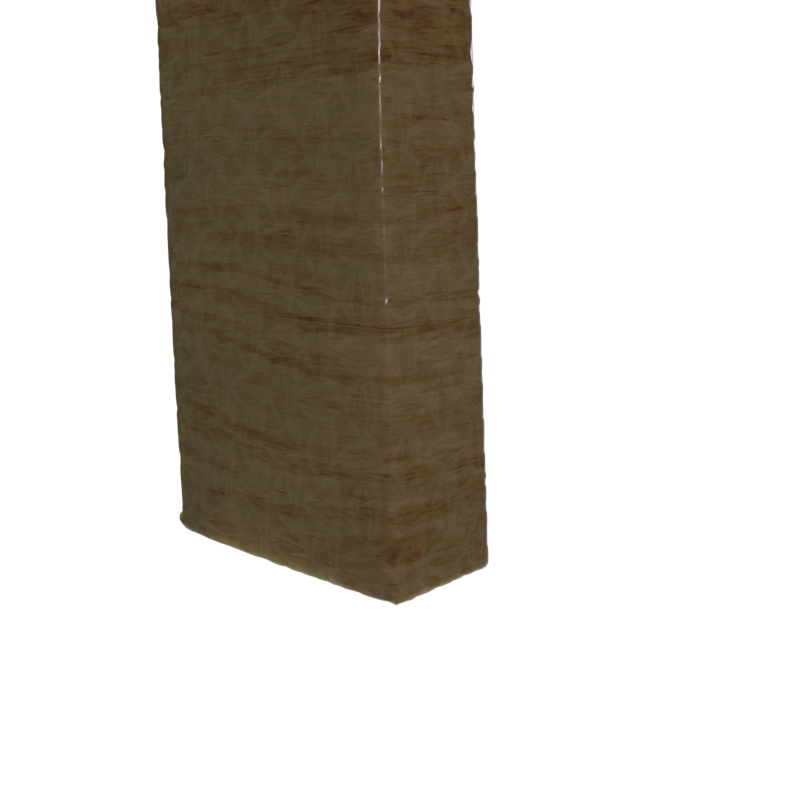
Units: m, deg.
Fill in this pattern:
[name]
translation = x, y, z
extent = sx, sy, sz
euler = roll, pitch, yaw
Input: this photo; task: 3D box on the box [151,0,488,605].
[box]
translation = -0.024, -0.045, 0.312
extent = 0.097, 0.175, 0.046
euler = 4, 5, 44
